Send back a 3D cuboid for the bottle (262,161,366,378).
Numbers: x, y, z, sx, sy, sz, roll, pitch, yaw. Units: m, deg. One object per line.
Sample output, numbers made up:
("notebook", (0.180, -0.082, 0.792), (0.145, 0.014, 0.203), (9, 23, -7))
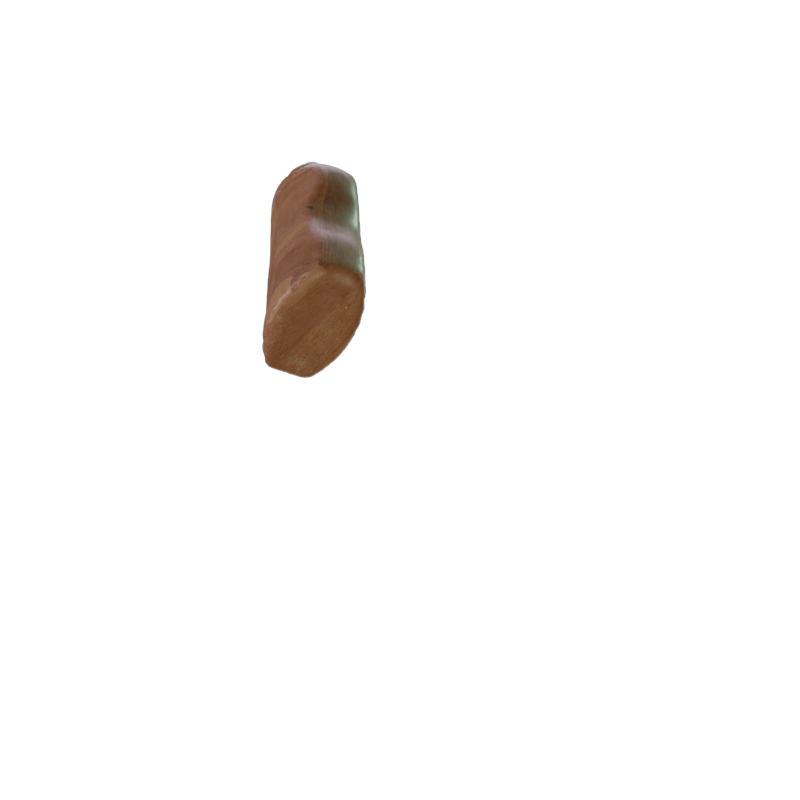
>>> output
("bottle", (-0.062, -0.112, 0.784), (0.057, 0.092, 0.205), (17, 37, -17))
